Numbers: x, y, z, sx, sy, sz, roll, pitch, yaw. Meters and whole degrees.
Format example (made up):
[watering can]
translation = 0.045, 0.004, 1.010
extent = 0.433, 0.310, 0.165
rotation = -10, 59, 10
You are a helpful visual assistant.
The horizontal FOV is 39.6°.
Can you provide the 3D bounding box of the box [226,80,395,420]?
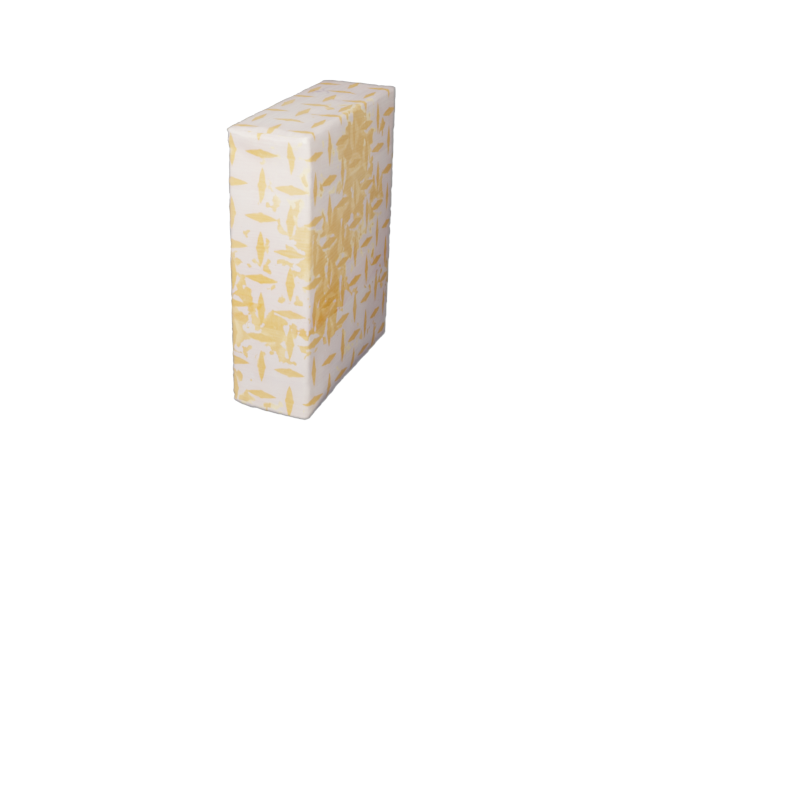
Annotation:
[box]
translation = -0.066, -0.120, 0.838
extent = 0.074, 0.203, 0.167
rotation = 10, 26, 18
